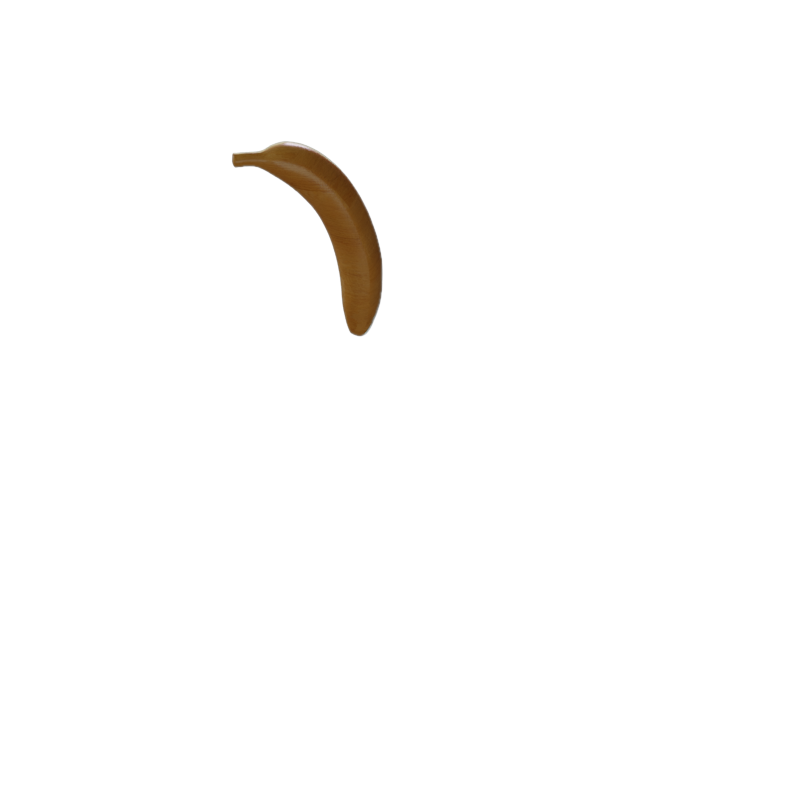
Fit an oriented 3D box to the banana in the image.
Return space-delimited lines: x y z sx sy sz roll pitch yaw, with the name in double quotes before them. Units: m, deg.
"banana" -0.057 -0.141 0.904 0.069 0.186 0.039 -28 25 14
